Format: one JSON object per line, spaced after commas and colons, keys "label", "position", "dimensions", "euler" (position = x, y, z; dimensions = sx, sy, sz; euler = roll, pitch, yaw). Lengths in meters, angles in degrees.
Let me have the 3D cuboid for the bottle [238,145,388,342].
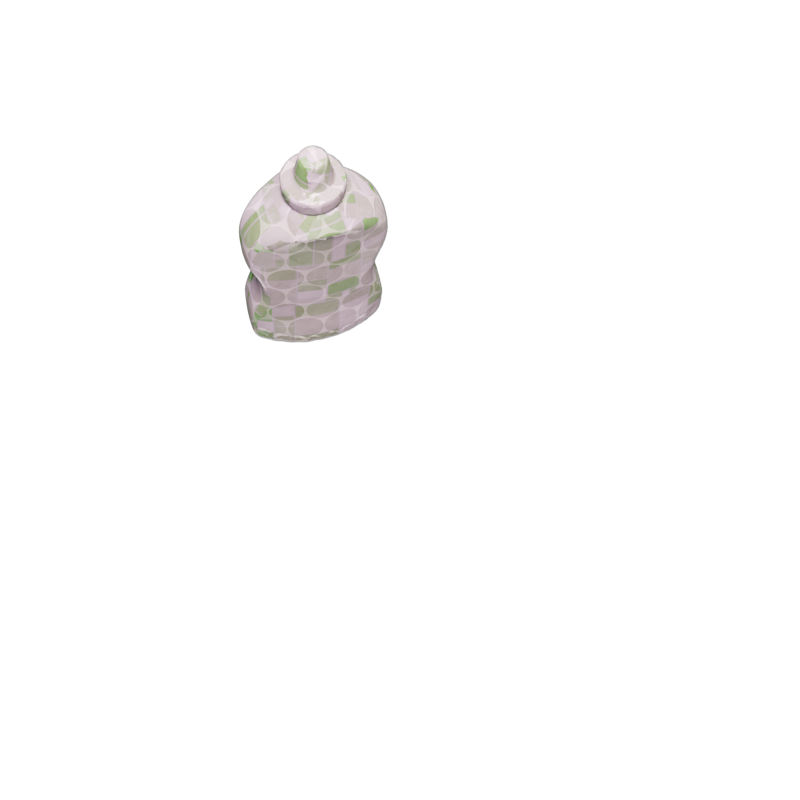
{"label": "bottle", "position": [-0.057, -0.105, 0.730], "dimensions": [0.095, 0.062, 0.181], "euler": [-10, -23, -8]}
